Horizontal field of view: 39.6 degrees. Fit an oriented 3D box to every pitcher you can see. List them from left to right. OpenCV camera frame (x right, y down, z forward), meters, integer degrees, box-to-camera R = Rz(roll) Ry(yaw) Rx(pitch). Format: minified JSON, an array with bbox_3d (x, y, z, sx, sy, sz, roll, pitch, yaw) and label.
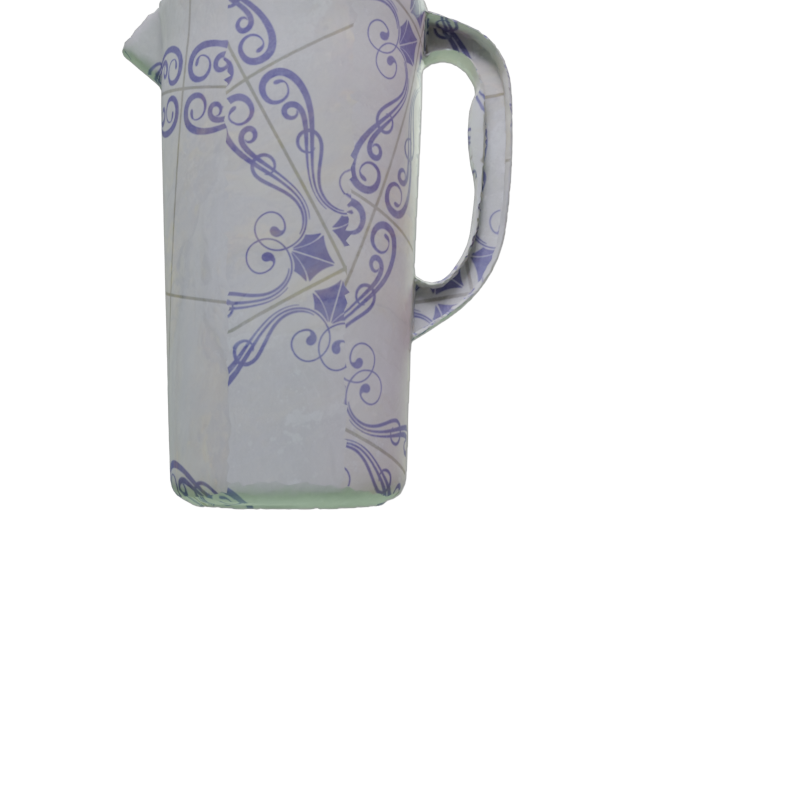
[{"bbox_3d":[-0.041,-0.075,0.526,0.153,0.249,0.138,-8,-11,43],"label":"pitcher"}]
